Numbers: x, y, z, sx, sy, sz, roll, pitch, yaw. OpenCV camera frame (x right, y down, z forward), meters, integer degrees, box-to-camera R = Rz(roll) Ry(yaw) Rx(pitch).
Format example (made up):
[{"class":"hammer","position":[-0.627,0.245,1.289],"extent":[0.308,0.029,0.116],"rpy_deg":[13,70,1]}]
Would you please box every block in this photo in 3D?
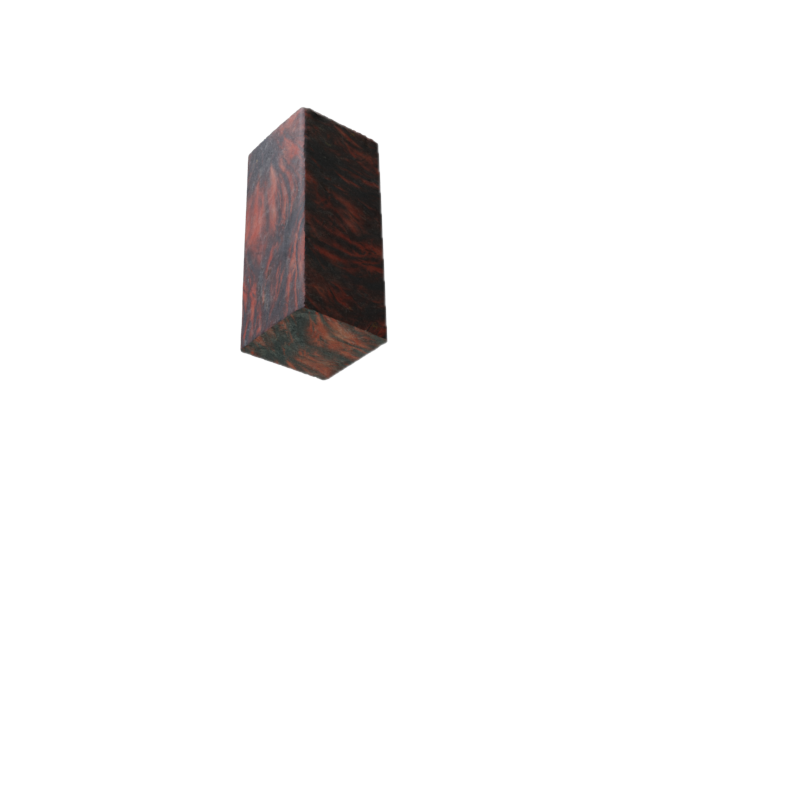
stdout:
[{"class":"block","position":[-0.075,-0.137,0.959],"extent":[0.086,0.220,0.089],"rpy_deg":[22,-39,-33]}]
